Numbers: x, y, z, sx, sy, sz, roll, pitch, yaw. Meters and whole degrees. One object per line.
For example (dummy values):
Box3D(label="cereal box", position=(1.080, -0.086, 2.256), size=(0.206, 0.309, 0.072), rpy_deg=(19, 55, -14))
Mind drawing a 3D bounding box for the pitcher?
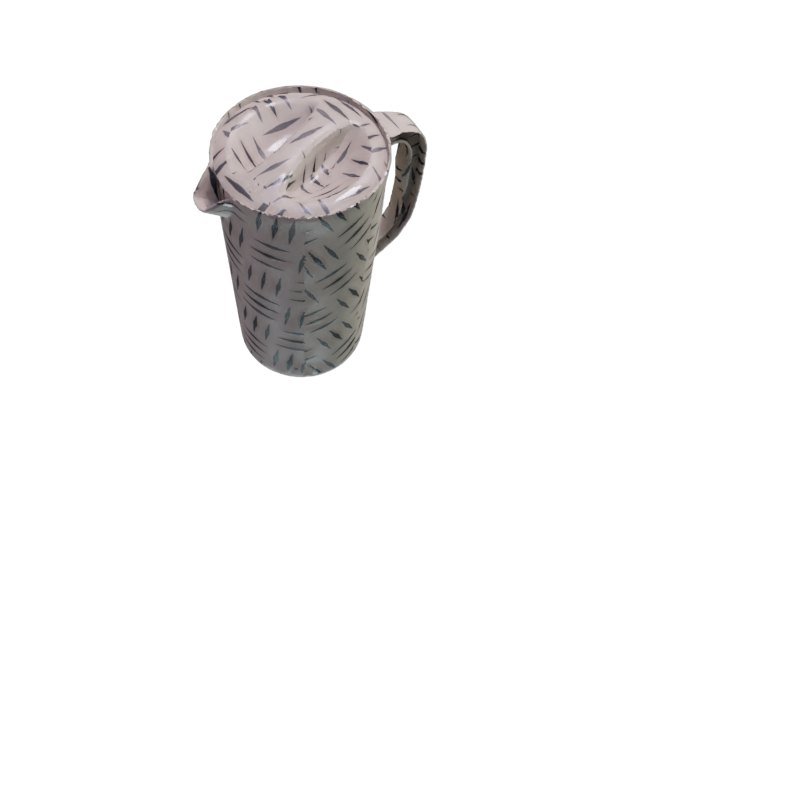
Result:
Box3D(label="pitcher", position=(-0.070, -0.128, 0.895), size=(0.151, 0.152, 0.227), rpy_deg=(14, -33, 6))
